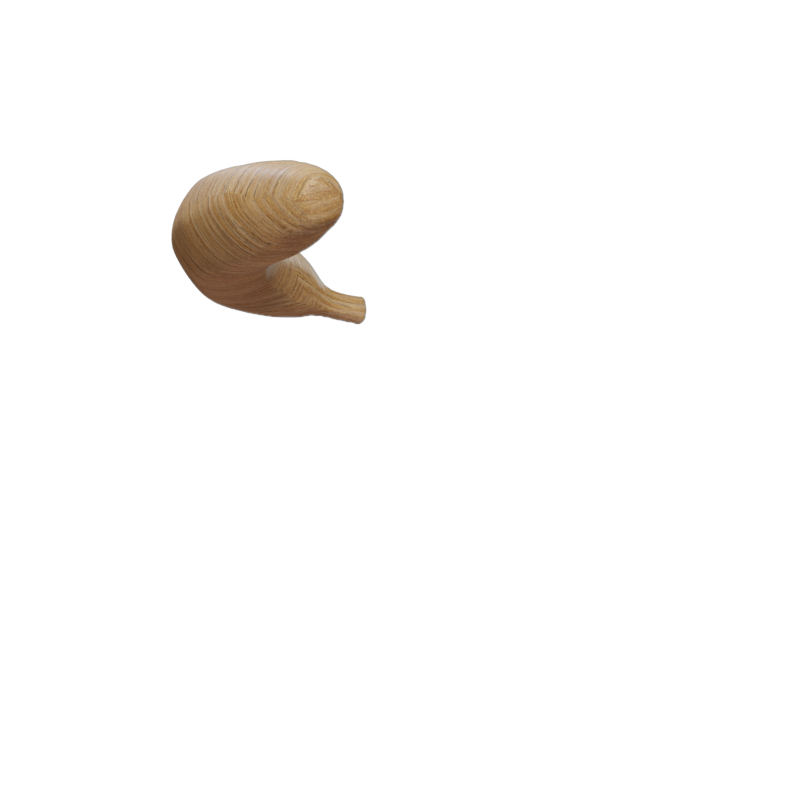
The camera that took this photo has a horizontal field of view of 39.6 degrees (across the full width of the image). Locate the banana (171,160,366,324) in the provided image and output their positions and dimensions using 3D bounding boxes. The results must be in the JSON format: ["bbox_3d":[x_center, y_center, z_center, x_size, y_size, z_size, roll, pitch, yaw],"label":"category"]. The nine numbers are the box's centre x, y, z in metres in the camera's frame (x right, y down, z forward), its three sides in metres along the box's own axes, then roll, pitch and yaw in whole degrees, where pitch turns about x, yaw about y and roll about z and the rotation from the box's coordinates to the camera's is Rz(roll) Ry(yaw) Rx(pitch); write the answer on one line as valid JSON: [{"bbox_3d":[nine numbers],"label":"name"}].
[{"bbox_3d":[-0.050,-0.057,0.407,0.070,0.037,0.193,0,-3,1],"label":"banana"}]
